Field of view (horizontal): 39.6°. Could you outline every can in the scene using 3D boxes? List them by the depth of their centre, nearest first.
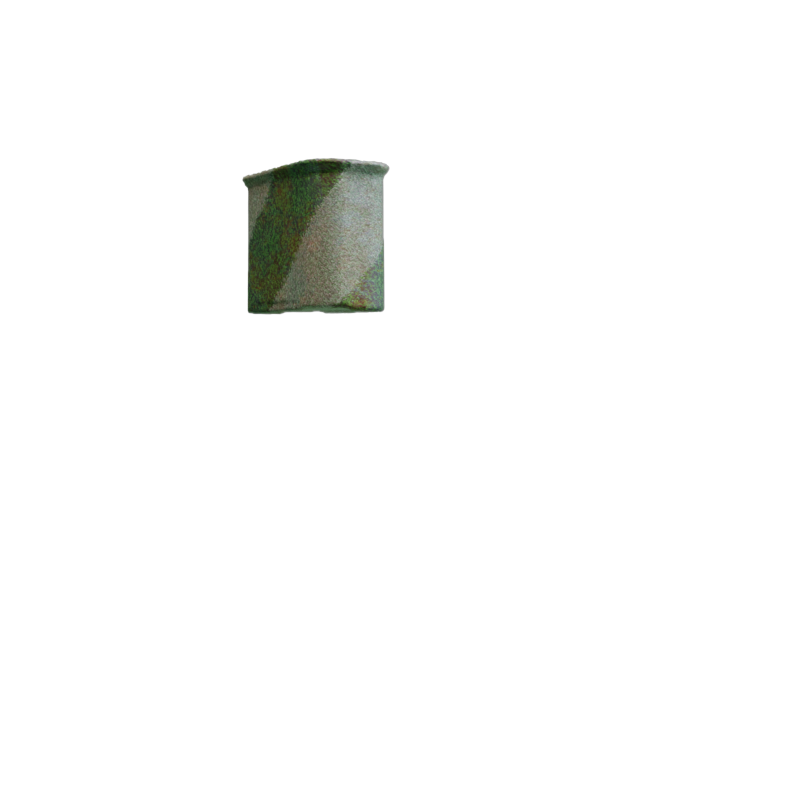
[{"bbox_3d":[-0.051,-0.093,0.652,0.055,0.084,0.105,2,-1,-33],"label":"can"}]
